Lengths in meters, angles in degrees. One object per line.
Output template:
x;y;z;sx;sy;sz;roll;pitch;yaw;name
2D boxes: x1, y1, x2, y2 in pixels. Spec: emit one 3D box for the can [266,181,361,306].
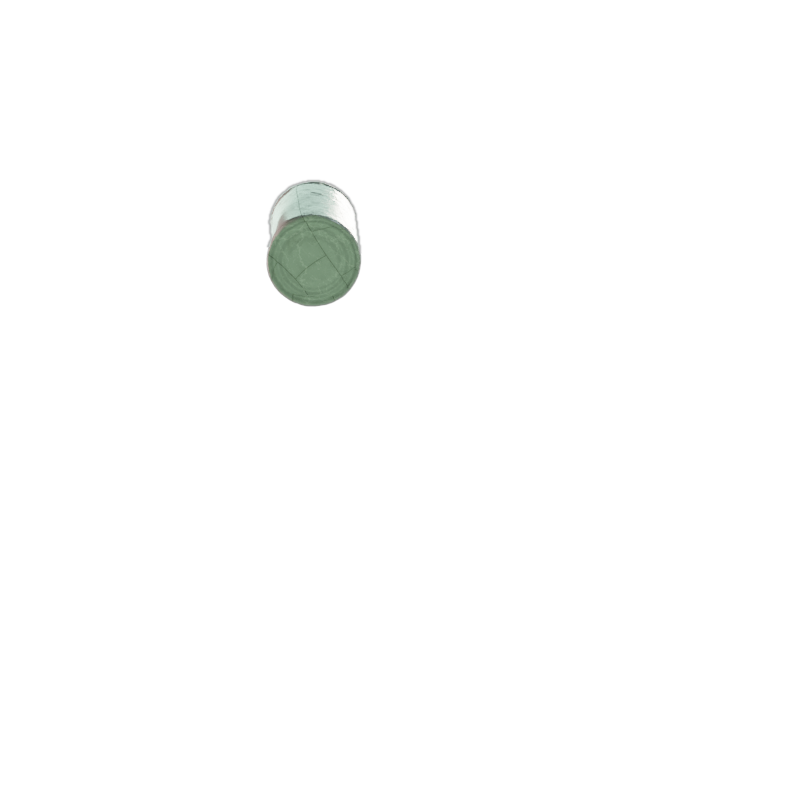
-0.064;-0.116;0.814;0.068;0.066;0.107;0;22;-3;can
